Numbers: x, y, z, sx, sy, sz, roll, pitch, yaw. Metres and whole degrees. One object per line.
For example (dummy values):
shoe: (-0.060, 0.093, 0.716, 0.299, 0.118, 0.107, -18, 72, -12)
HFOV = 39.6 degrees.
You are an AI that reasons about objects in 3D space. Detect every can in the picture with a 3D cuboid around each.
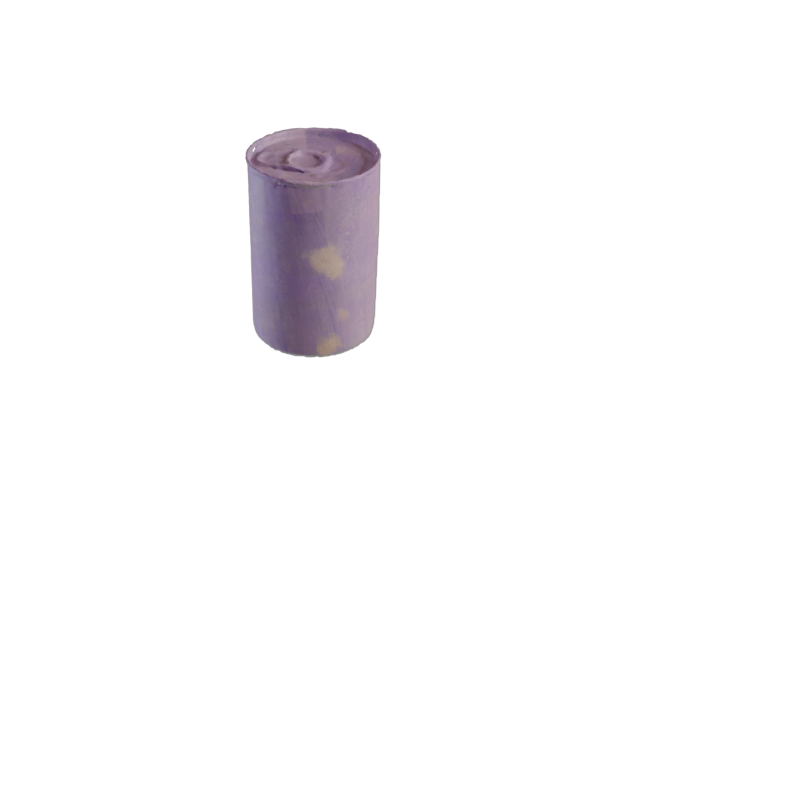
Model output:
can: (-0.045, -0.082, 0.577, 0.068, 0.096, 0.073, 0, 32, -3)
